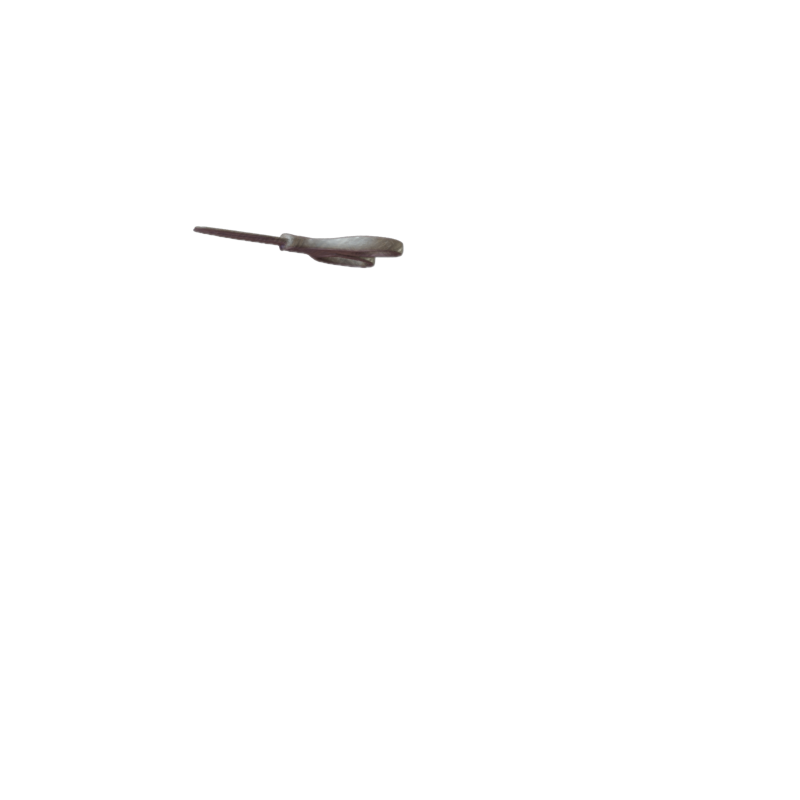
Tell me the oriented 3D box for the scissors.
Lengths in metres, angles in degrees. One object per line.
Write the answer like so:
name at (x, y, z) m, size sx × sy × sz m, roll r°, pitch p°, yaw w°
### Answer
scissors at (-0.075, -0.138, 0.963) m, size 0.099 × 0.016 × 0.192 m, roll -3°, pitch -5°, yaw 36°
